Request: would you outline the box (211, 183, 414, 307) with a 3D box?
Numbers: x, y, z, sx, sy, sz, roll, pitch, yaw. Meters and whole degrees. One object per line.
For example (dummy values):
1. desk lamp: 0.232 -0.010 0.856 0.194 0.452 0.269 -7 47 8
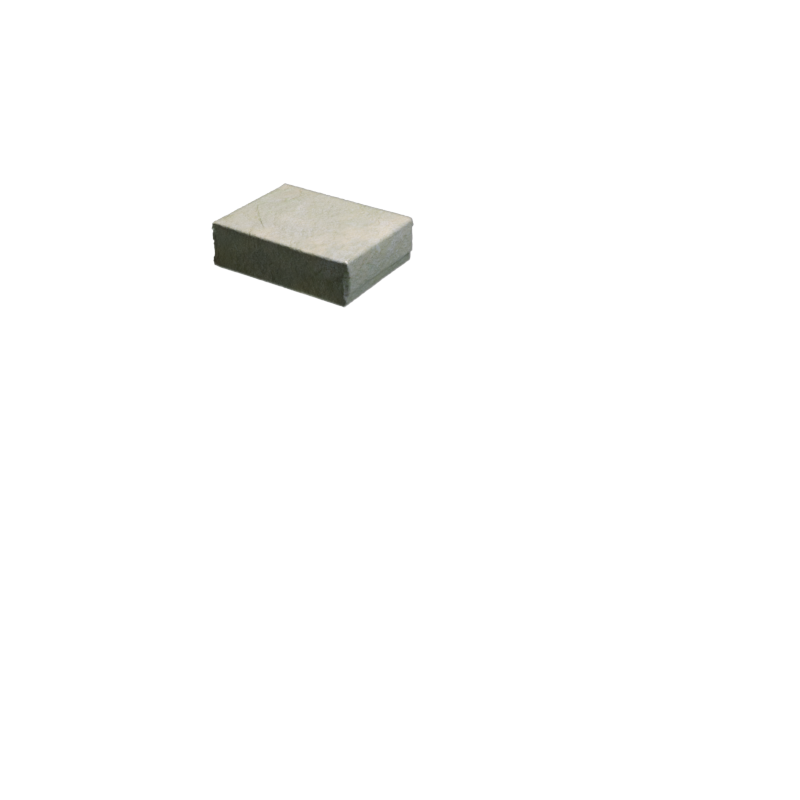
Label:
1. box: -0.061 -0.111 0.774 0.119 0.037 0.091 17 33 27
